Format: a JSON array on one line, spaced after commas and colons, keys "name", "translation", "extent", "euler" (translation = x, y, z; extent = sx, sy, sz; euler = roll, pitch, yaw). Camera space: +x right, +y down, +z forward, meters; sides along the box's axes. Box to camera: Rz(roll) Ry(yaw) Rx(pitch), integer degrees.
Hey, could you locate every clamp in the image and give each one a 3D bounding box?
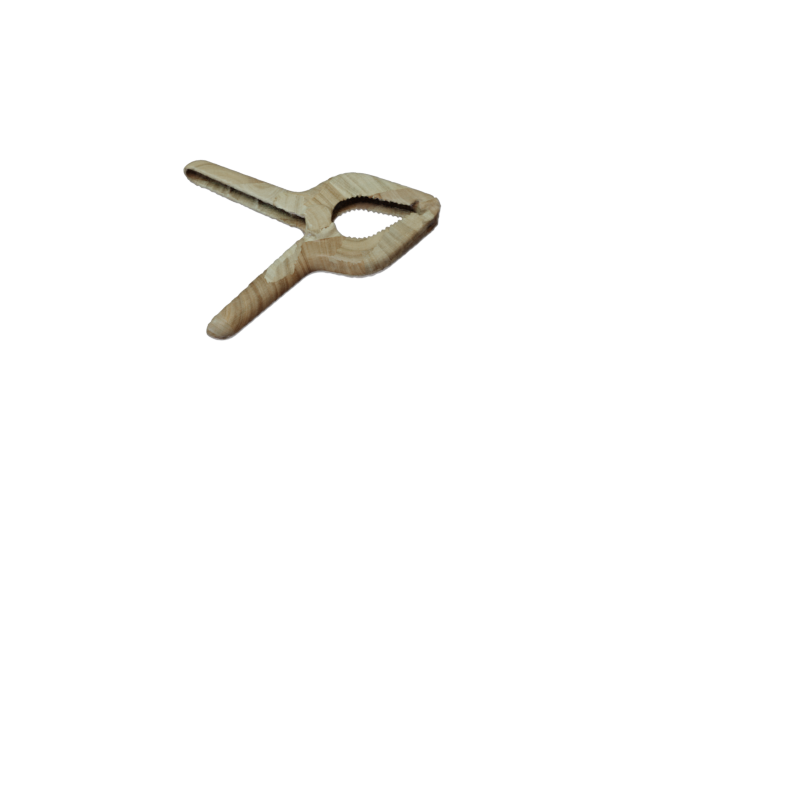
[{"name": "clamp", "translation": [-0.070, -0.128, 0.897], "extent": [0.209, 0.175, 0.034], "euler": [-4, -27, -2]}]
